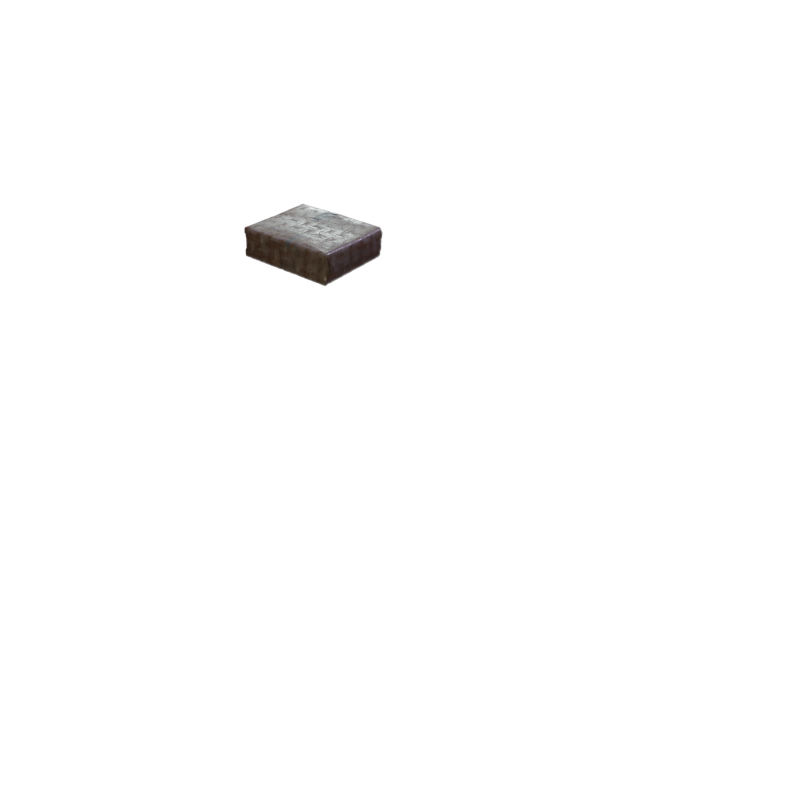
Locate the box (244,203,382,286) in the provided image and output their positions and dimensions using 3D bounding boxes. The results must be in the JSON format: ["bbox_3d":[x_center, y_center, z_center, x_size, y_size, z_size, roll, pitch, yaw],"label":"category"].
[{"bbox_3d":[-0.071,-0.130,0.909,0.094,0.029,0.073,22,35,33],"label":"box"}]
